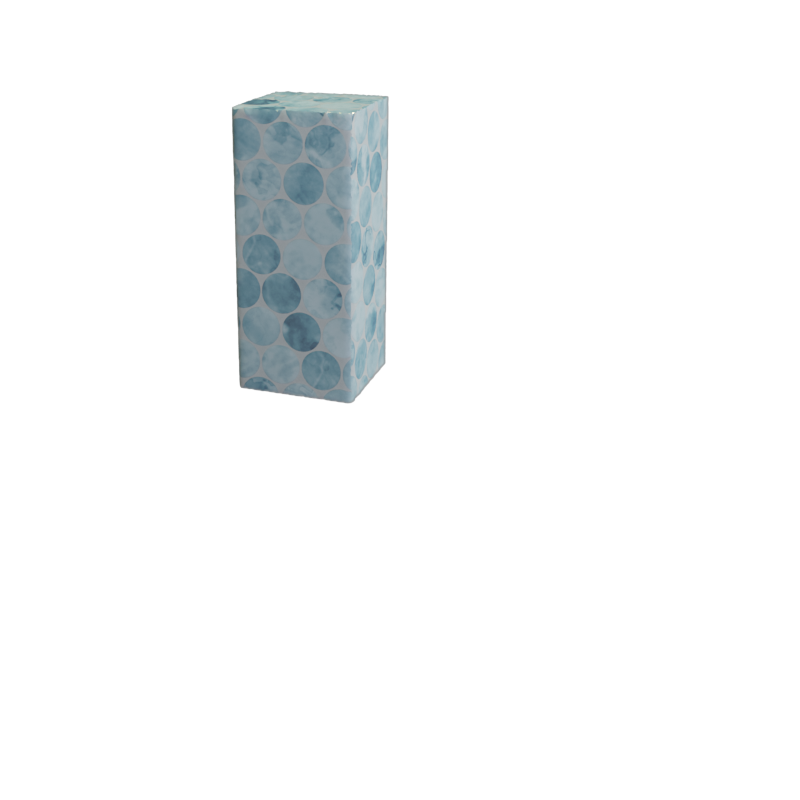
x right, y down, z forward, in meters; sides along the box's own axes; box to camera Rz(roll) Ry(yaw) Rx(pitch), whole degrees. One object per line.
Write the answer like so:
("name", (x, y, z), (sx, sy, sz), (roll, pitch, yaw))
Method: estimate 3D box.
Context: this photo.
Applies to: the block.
("block", (-0.064, -0.115, 0.806), (0.093, 0.198, 0.091), (6, 18, 17))
